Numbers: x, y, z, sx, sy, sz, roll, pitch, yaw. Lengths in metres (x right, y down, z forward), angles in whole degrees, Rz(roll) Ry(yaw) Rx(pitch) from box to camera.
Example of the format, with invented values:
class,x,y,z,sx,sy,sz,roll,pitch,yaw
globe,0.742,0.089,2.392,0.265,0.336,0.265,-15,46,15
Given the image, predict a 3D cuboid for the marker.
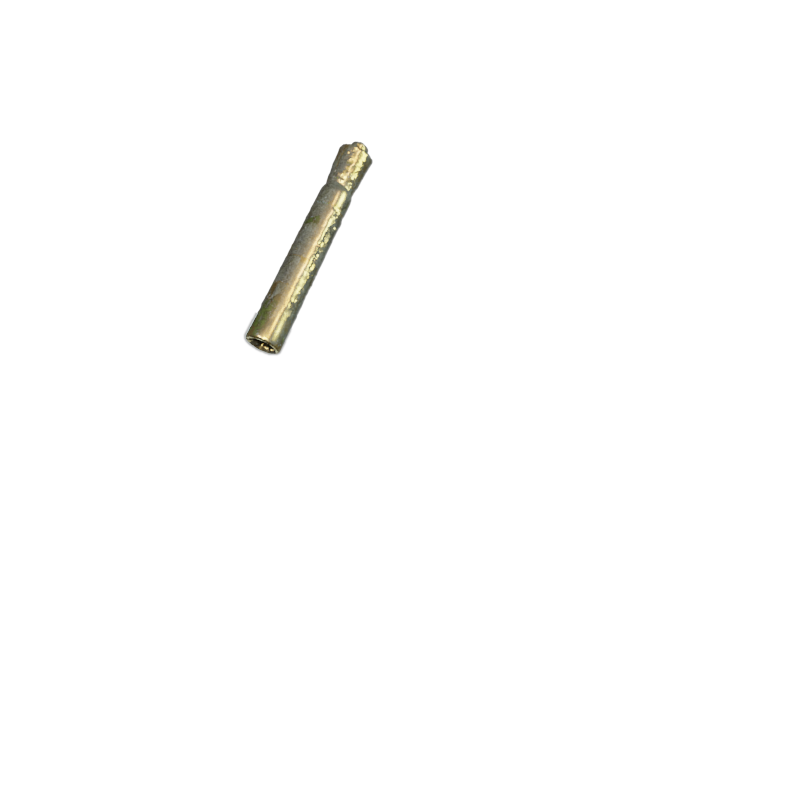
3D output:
class,x,y,z,sx,sy,sz,roll,pitch,yaw
marker,-0.043,-0.079,0.554,0.020,0.125,0.019,21,-22,6
